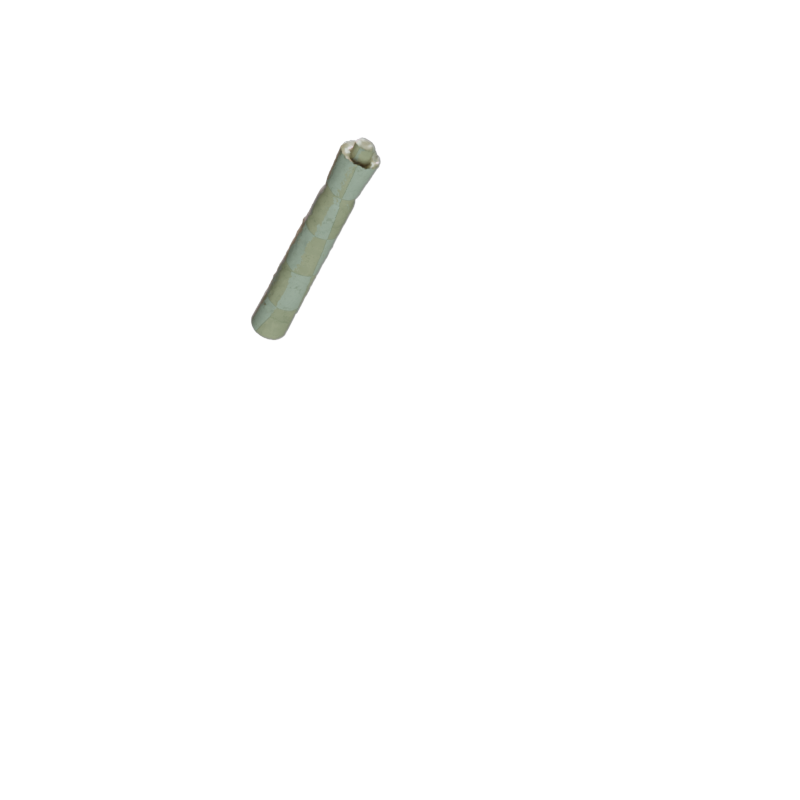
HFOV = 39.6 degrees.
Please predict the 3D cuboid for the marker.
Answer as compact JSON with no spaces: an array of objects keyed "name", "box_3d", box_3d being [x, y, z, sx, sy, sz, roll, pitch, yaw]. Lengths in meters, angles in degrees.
[{"name":"marker","box_3d":[-0.040,-0.072,0.508,0.019,0.021,0.116,-1,-38,-34]}]
